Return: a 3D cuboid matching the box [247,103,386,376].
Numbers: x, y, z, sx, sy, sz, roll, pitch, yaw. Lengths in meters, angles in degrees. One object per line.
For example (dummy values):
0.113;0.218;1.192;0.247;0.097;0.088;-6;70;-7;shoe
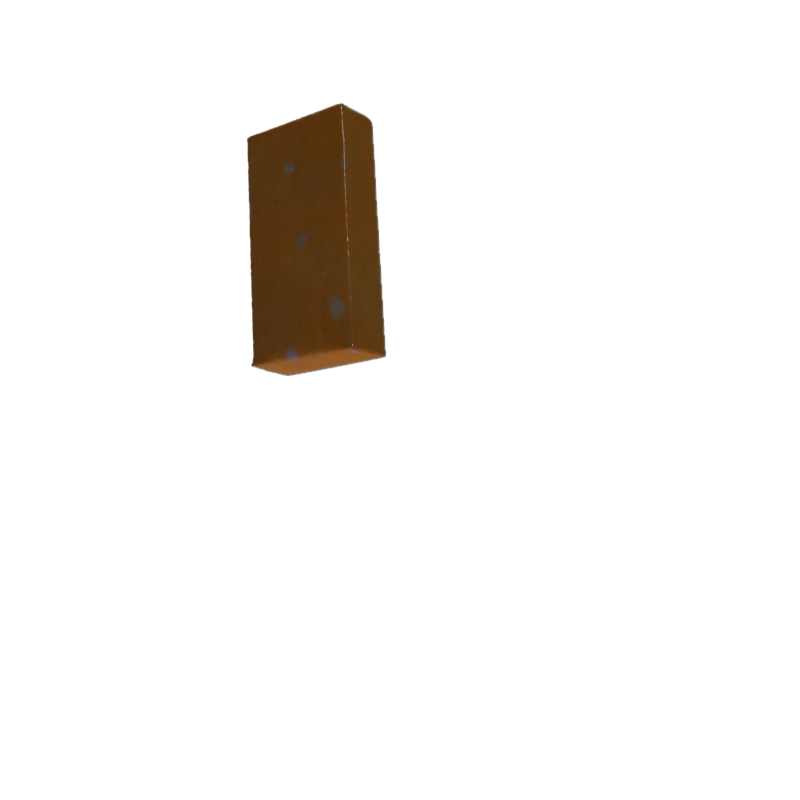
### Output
-0.061;-0.112;0.784;0.095;0.184;0.045;-13;-21;35;box
